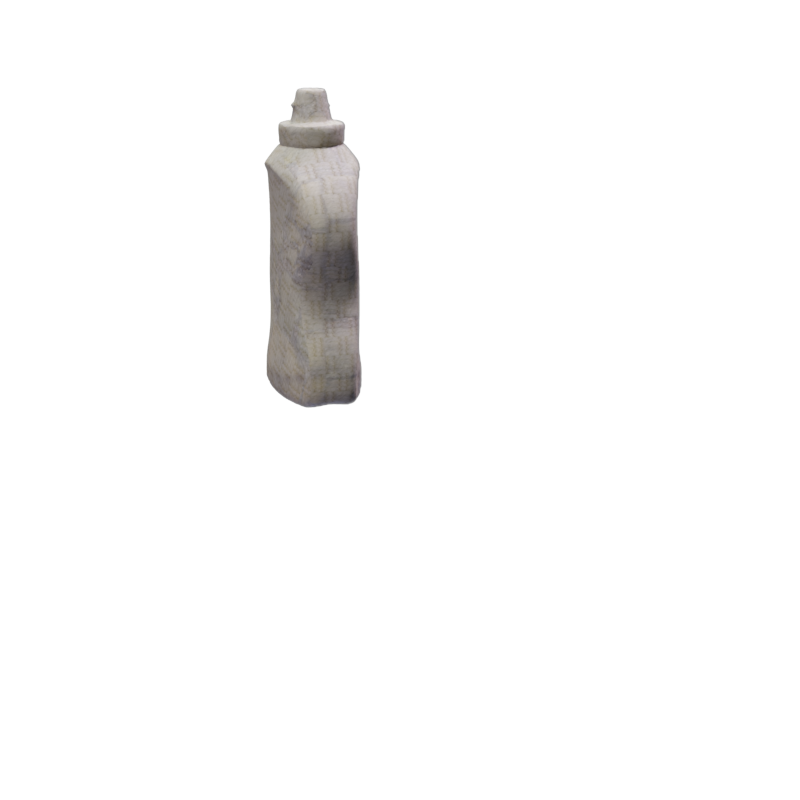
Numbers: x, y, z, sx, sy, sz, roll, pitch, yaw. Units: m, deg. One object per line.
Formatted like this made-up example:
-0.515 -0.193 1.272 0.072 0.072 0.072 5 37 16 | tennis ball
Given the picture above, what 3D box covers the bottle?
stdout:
-0.055 -0.100 0.698 0.057 0.186 0.101 -3 15 -15 | bottle
